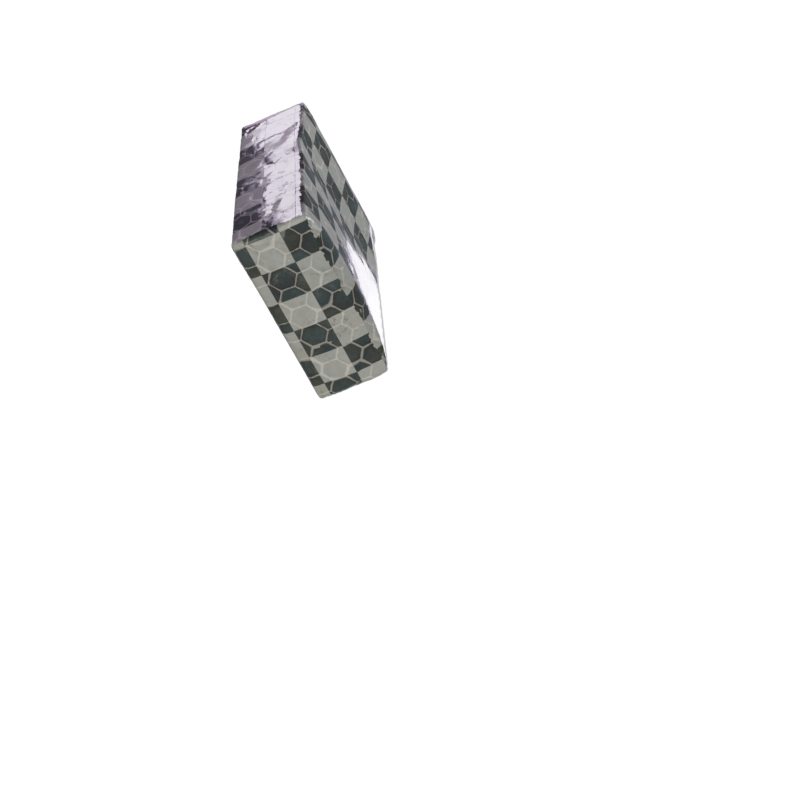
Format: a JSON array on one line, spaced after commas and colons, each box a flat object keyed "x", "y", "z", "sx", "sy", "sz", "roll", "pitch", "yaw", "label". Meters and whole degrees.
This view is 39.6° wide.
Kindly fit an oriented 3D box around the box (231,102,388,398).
[{"x": -0.074, "y": -0.135, "z": 0.942, "sx": 0.072, "sy": 0.153, "sz": 0.228, "roll": -22, "pitch": 34, "yaw": 12, "label": "box"}]
